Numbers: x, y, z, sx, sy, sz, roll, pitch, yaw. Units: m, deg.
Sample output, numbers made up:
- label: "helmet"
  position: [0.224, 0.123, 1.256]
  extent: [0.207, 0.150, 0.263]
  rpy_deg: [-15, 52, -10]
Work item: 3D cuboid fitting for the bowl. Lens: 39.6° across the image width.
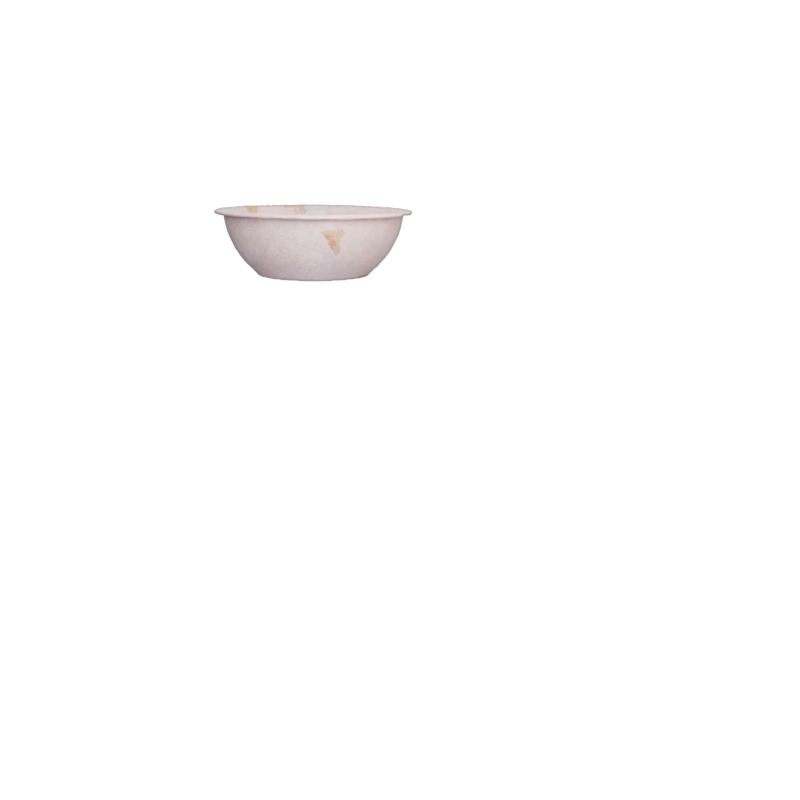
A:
- label: "bowl"
  position: [-0.071, -0.130, 0.911]
  extent: [0.162, 0.054, 0.166]
  rpy_deg: [0, 12, -2]
